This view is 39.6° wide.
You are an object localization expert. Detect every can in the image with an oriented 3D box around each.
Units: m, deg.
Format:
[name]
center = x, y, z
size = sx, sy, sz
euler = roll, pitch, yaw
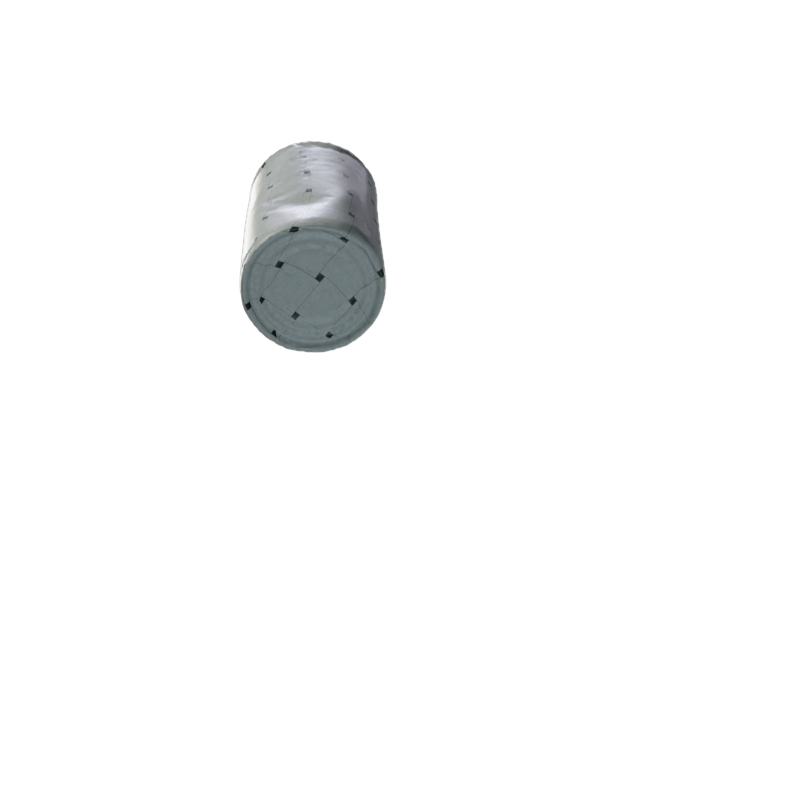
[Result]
[can]
center = -0.042, -0.077, 0.540
size = 0.068, 0.065, 0.109
euler = 0, 30, -3
